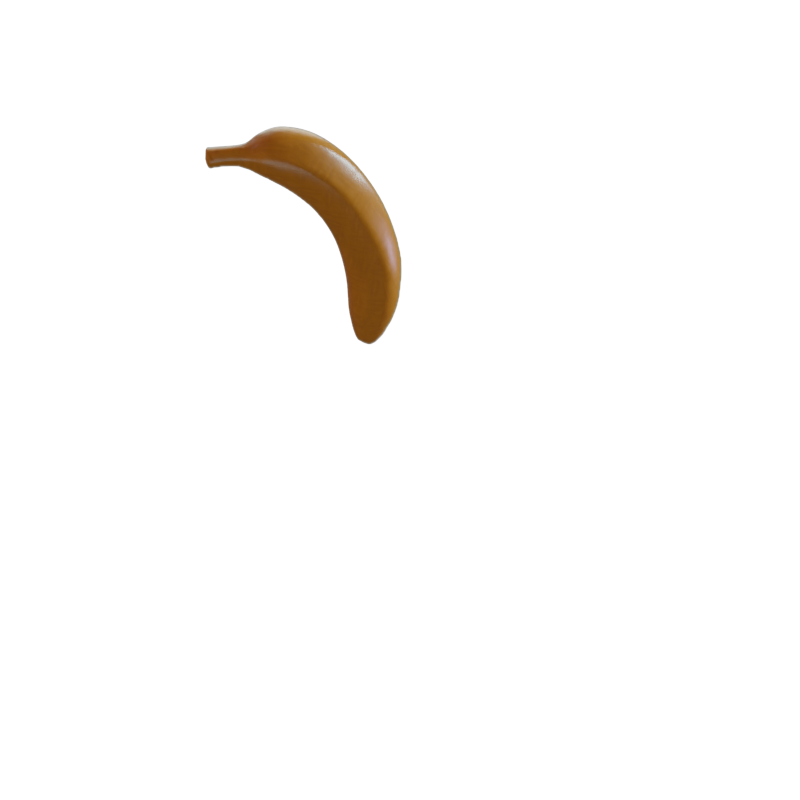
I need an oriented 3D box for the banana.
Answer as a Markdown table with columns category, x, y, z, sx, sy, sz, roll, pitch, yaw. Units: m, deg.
| category | x | y | z | sx | sy | sz | roll | pitch | yaw |
| --- | --- | --- | --- | --- | --- | --- | --- | --- | --- |
| banana | -0.040 | -0.108 | 0.692 | 0.070 | 0.039 | 0.183 | -22 | -47 | 21 |
